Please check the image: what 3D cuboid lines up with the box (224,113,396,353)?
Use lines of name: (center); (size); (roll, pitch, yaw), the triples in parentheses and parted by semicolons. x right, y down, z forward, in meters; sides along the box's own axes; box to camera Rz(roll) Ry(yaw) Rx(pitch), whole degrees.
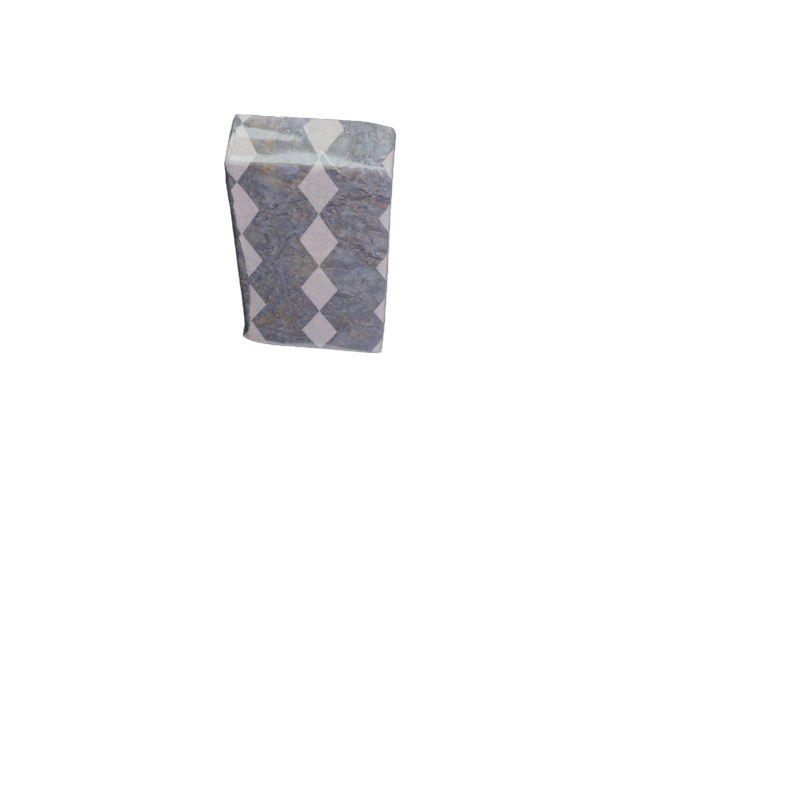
box: (-0.052, -0.096, 0.669); (0.094, 0.051, 0.165); (6, -36, 1)
